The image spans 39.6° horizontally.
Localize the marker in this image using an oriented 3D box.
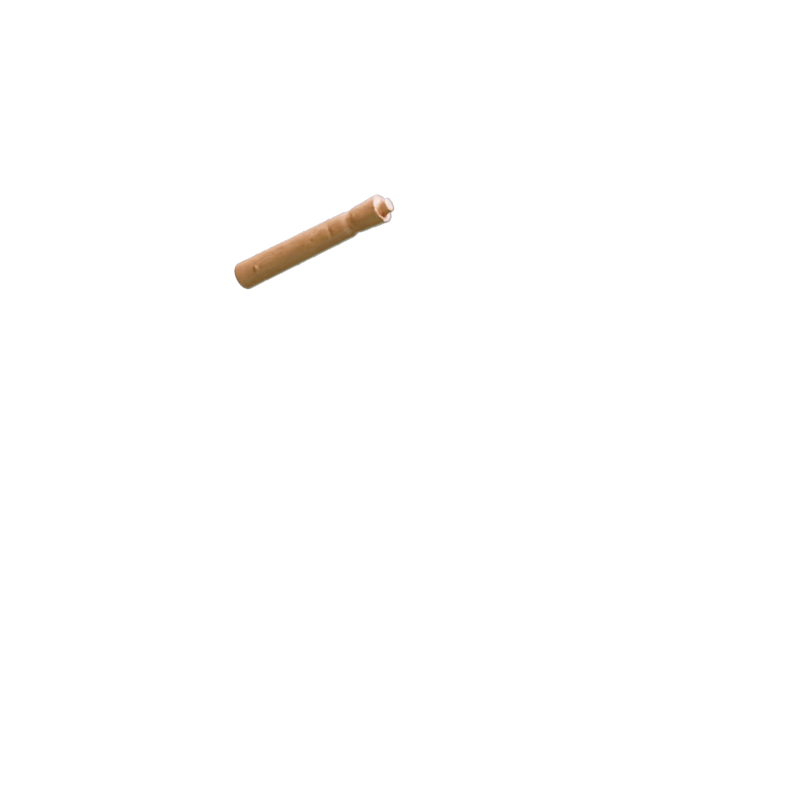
[{"bbox_3d":[-0.055,-0.101,0.706,0.122,0.020,0.019,-21,-8,31],"label":"marker"}]
